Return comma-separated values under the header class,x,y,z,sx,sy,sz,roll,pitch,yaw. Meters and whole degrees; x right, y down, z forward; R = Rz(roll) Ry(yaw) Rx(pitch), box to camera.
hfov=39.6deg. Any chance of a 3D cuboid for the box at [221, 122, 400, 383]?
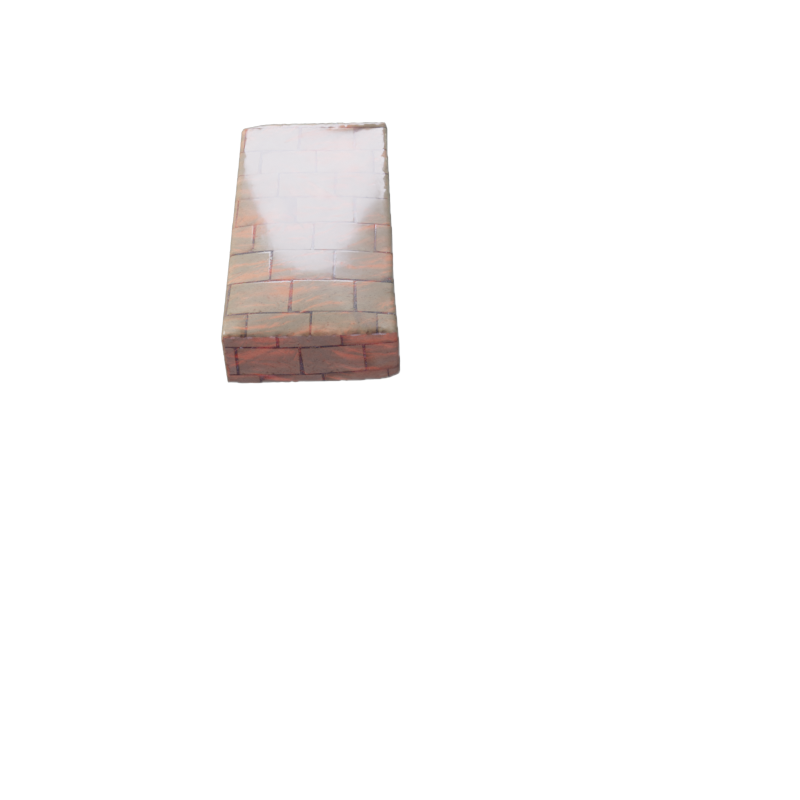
class,x,y,z,sx,sy,sz,roll,pitch,yaw
box,-0.050,-0.091,0.637,0.093,0.189,0.045,-3,-40,0
